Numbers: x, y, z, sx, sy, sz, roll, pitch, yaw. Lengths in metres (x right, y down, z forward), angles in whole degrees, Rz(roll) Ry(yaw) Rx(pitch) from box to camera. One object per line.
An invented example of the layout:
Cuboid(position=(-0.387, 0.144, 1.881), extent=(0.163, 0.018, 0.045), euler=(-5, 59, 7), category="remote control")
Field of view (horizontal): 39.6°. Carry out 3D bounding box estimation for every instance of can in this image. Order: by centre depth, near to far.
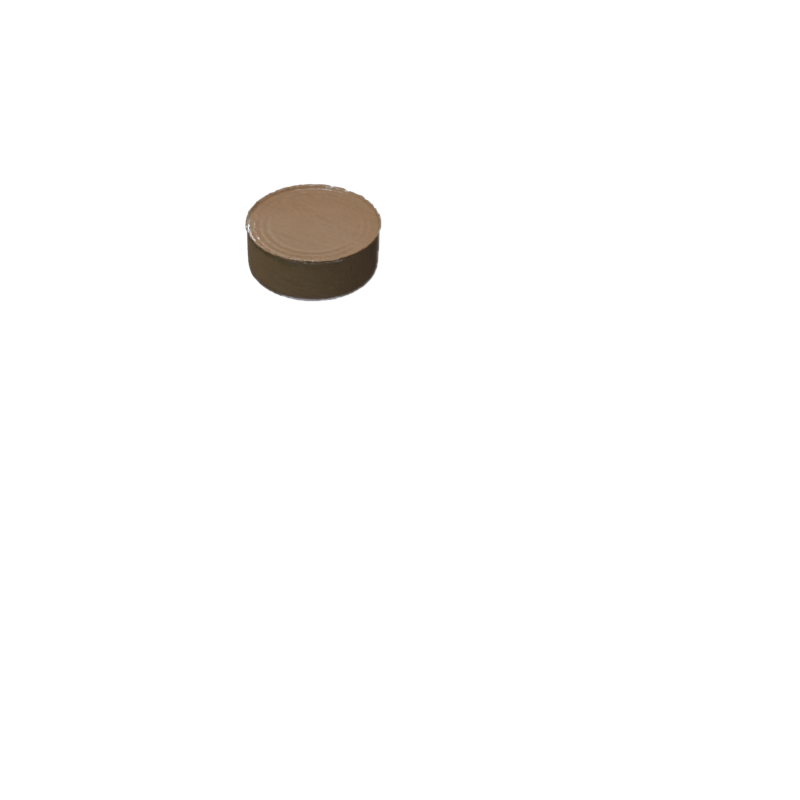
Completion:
Cuboid(position=(-0.055, -0.101, 0.707), extent=(0.086, 0.031, 0.092), euler=(-1, 40, -2), category="can")
